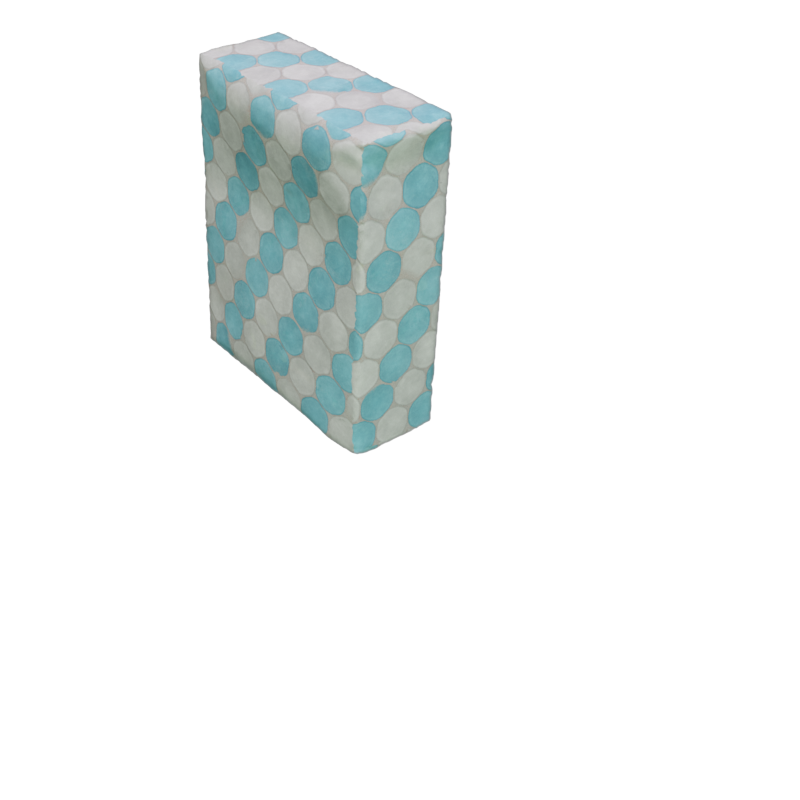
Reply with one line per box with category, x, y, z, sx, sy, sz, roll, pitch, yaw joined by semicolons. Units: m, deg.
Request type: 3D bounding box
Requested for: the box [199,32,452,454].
box;-0.054;-0.098;0.685;0.071;0.201;0.176;-22;41;-33
